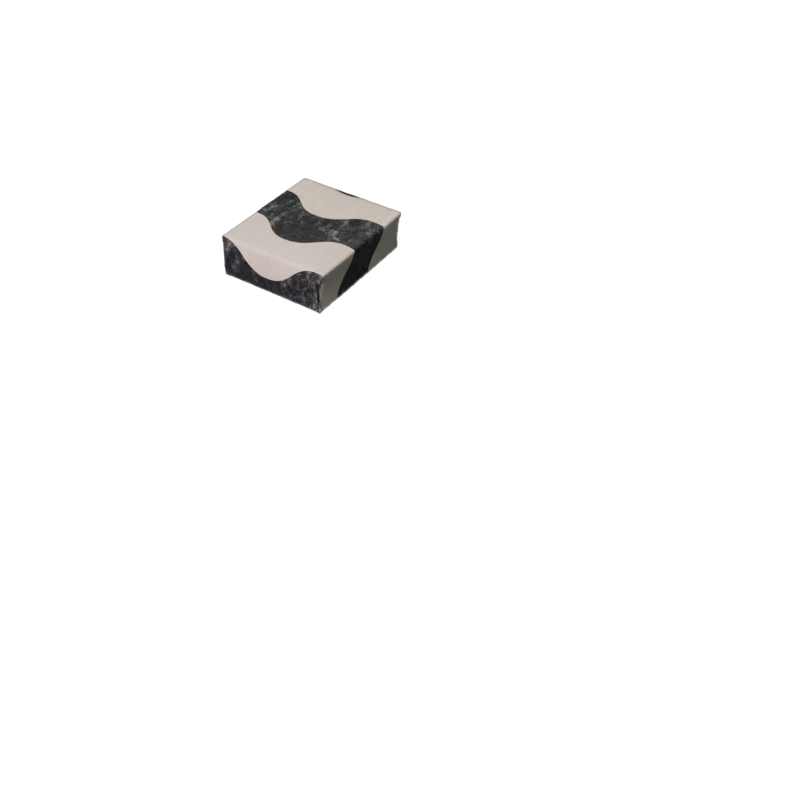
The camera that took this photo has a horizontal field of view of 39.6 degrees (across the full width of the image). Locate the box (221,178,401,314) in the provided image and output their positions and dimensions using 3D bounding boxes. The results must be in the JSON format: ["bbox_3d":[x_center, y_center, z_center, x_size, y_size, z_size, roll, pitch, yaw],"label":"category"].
[{"bbox_3d":[-0.065,-0.119,0.835,0.094,0.036,0.116,21,43,24],"label":"box"}]
